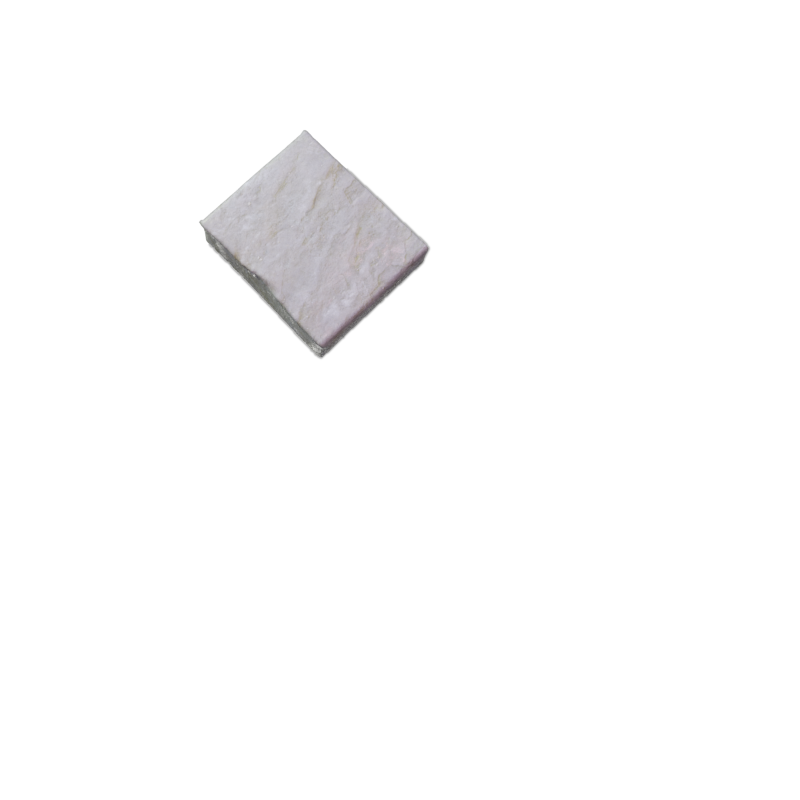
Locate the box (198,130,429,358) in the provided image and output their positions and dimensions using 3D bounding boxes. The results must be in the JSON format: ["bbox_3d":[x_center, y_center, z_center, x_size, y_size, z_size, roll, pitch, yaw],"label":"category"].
[{"bbox_3d":[-0.043,-0.078,0.549,0.074,0.092,0.029,-43,-12,-12],"label":"box"}]
